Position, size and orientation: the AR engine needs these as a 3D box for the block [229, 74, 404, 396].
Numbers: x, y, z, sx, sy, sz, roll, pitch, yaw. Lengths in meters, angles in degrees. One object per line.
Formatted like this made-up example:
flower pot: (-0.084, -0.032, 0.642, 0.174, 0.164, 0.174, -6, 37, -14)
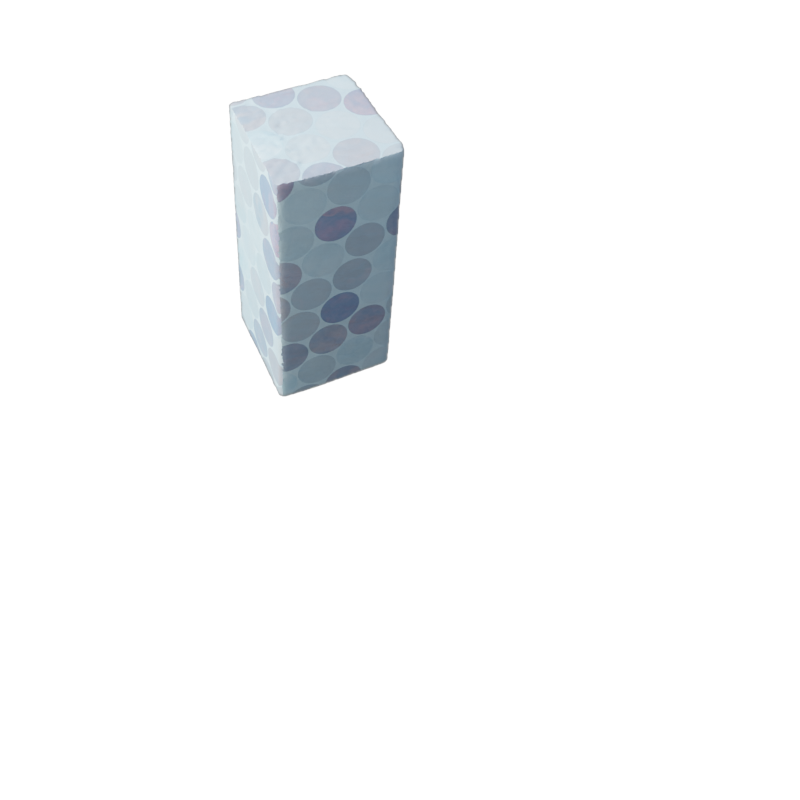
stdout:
block: (-0.060, -0.111, 0.778, 0.089, 0.098, 0.192, -17, -39, -18)
